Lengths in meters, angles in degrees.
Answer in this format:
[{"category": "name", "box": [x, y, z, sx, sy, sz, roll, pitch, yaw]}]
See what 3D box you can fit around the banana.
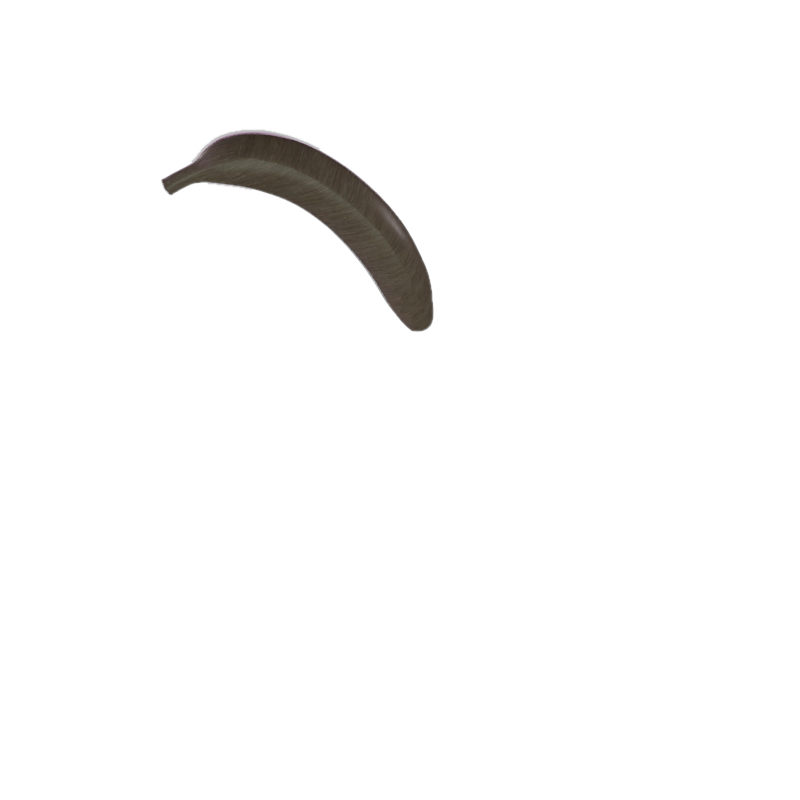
[{"category": "banana", "box": [-0.048, -0.115, 0.695, 0.192, 0.068, 0.039, 29, 23, -14]}]
